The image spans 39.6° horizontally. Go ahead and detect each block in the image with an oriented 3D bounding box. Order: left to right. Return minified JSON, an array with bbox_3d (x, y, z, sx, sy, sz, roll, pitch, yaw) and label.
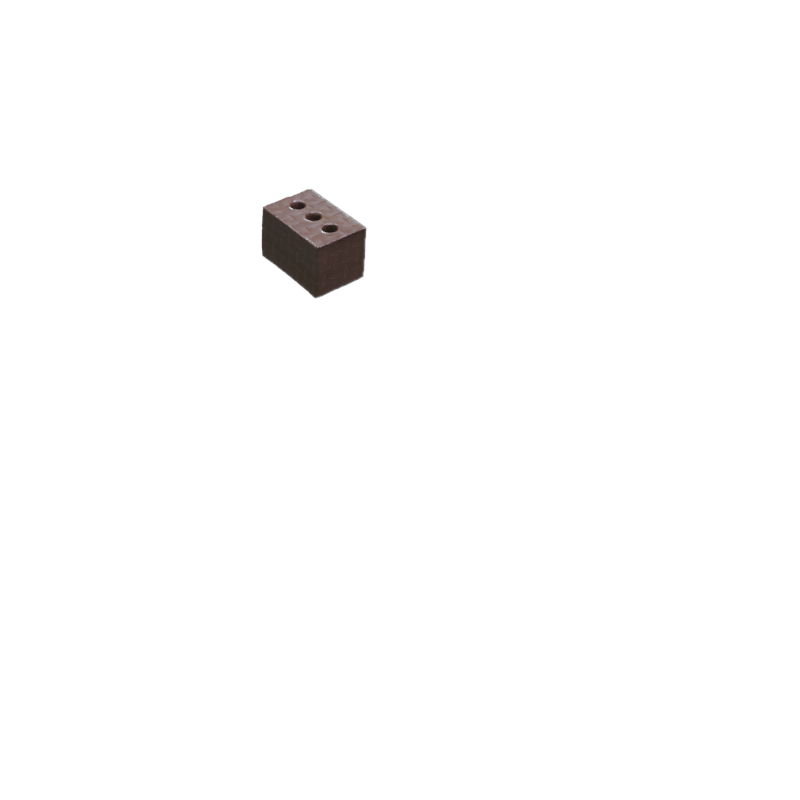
[{"bbox_3d":[-0.071,-0.130,0.913,0.052,0.048,0.084,-25,45,-30],"label":"block"}]
